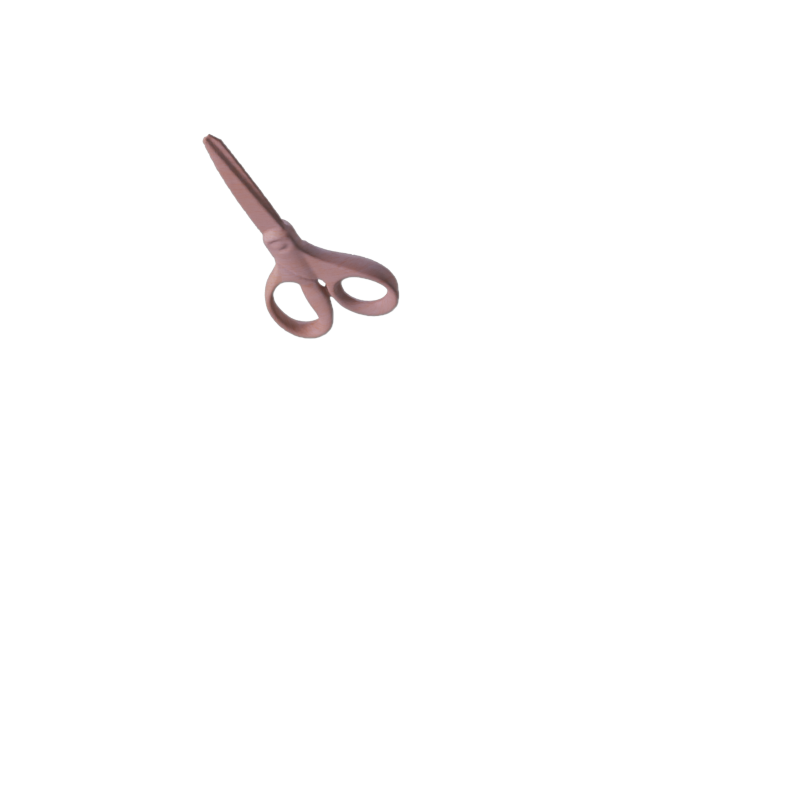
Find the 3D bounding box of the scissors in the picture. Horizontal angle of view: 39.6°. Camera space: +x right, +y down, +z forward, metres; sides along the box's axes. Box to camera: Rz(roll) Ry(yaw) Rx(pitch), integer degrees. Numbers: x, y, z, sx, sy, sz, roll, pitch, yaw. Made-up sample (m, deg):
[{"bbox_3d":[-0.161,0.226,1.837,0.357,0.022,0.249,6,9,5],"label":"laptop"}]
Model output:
[{"bbox_3d":[-0.052,-0.096,0.669,0.097,0.017,0.188,-2,-31,3],"label":"scissors"}]
